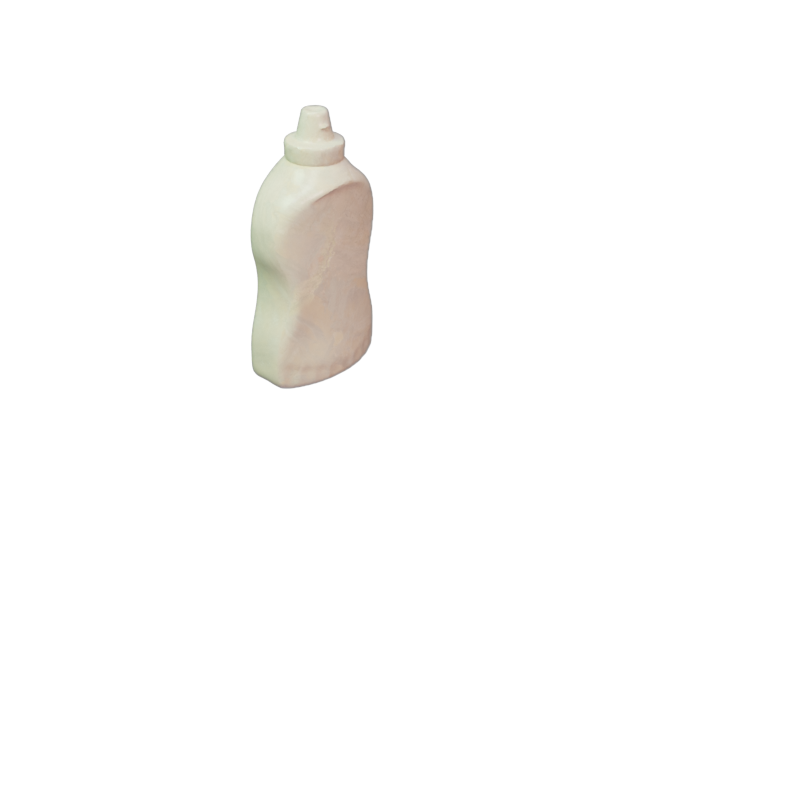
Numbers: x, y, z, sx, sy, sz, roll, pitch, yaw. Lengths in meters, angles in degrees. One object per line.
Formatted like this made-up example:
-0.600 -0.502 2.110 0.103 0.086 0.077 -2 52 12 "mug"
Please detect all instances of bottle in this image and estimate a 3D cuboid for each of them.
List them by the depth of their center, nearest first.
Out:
-0.059 -0.109 0.764 0.095 0.181 0.062 -22 35 -40 "bottle"
